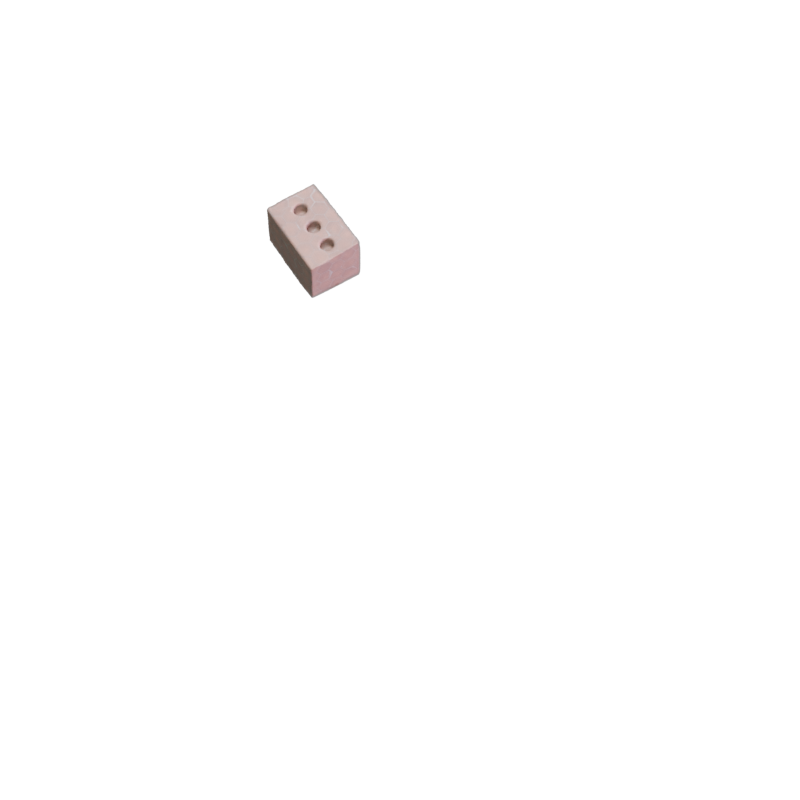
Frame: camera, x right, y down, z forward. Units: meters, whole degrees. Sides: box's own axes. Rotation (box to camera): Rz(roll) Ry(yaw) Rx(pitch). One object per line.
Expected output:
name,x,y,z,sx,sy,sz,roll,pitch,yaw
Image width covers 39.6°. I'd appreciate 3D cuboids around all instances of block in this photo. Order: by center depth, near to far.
block,-0.078,-0.142,0.996,0.053,0.083,0.048,-30,-25,-17
